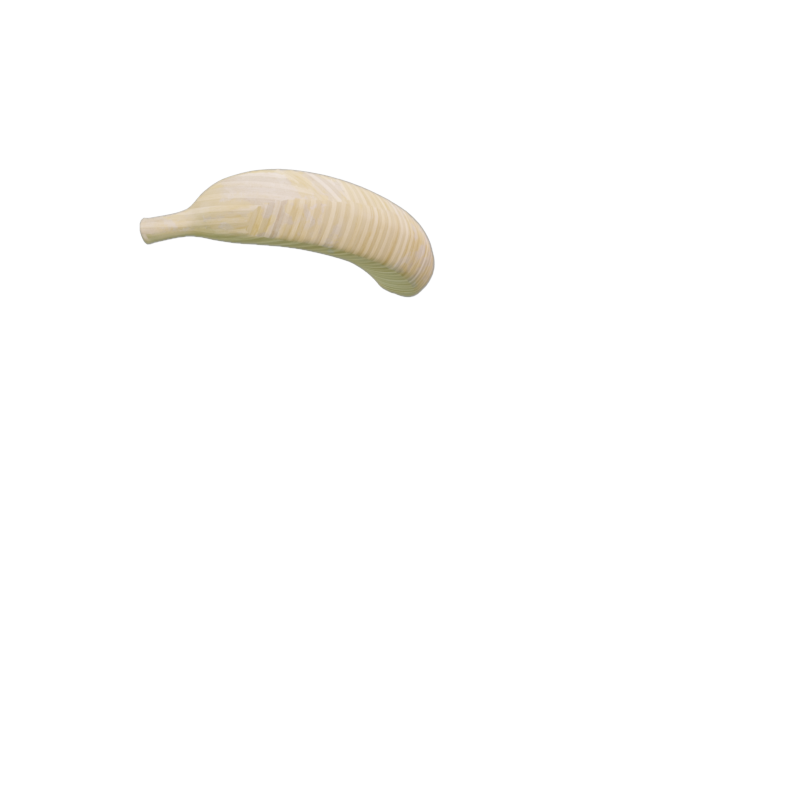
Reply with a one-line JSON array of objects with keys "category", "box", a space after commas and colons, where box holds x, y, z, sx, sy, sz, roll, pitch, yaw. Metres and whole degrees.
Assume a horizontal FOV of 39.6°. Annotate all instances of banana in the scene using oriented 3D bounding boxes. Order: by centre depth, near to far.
[{"category": "banana", "box": [-0.032, -0.082, 0.549, 0.071, 0.038, 0.187, -8, -11, 40]}]
